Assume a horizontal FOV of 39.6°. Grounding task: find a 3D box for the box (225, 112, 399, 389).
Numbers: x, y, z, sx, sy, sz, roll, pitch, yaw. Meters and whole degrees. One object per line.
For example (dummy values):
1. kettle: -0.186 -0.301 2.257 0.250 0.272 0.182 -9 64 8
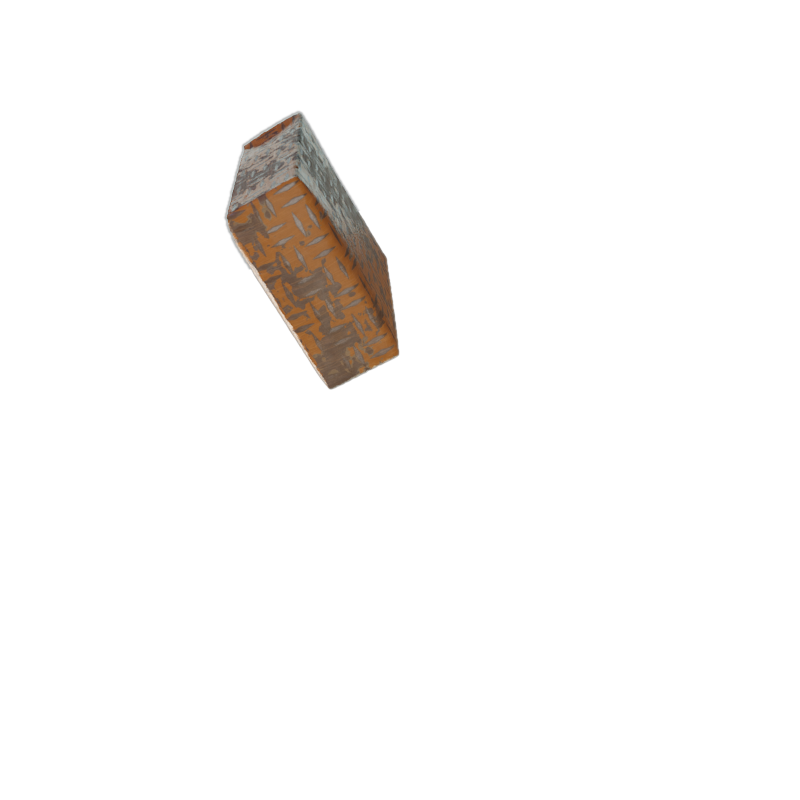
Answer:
1. box: -0.072 -0.131 0.920 0.072 0.156 0.225 -28 23 9
